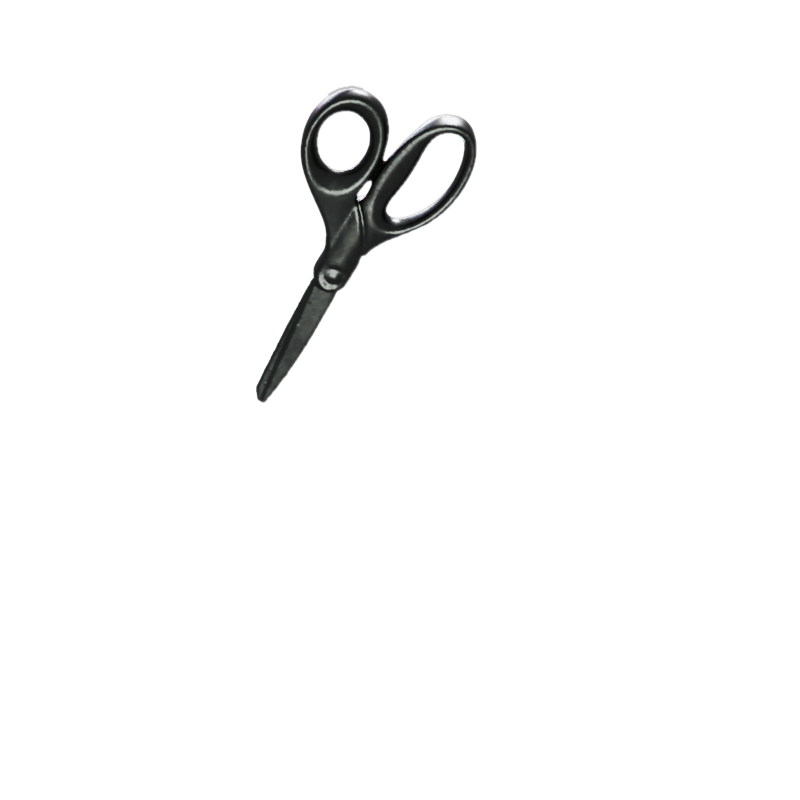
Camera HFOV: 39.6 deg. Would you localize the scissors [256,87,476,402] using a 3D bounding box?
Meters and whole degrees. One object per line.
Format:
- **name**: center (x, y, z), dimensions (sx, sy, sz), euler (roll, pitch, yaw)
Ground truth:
- **scissors**: center (-0.046, -0.083, 0.584), dimensions (0.092, 0.199, 0.017), euler (38, 25, -22)
